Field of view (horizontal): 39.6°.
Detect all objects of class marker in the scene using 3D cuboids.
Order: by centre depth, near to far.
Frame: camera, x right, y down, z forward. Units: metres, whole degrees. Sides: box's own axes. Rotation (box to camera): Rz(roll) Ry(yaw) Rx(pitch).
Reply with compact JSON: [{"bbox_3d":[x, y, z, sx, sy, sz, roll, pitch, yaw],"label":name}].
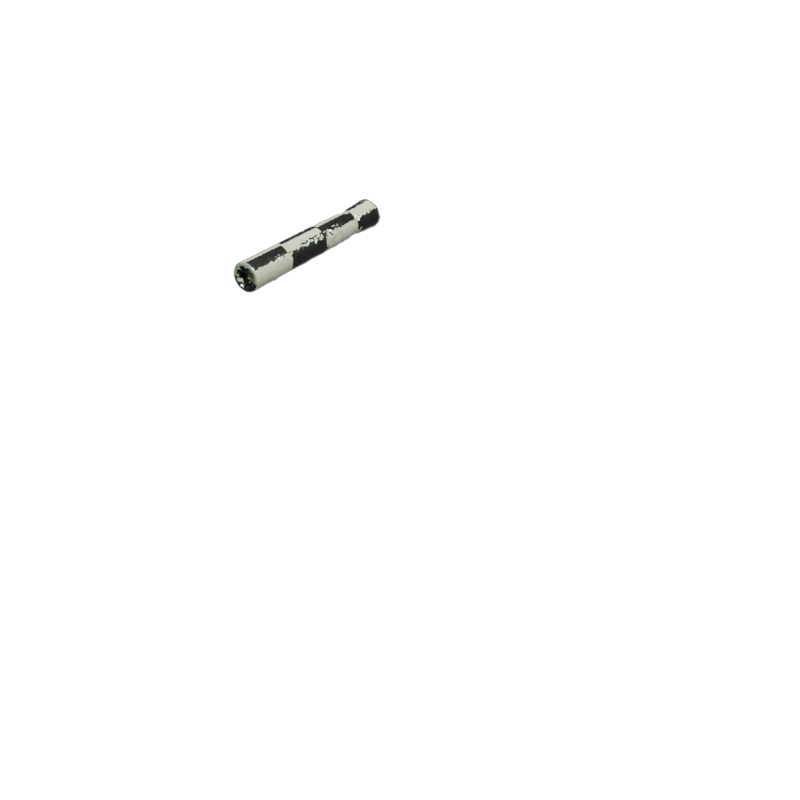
[{"bbox_3d":[-0.052,-0.096,0.670,0.021,0.019,0.121,3,27,40],"label":"marker"}]
